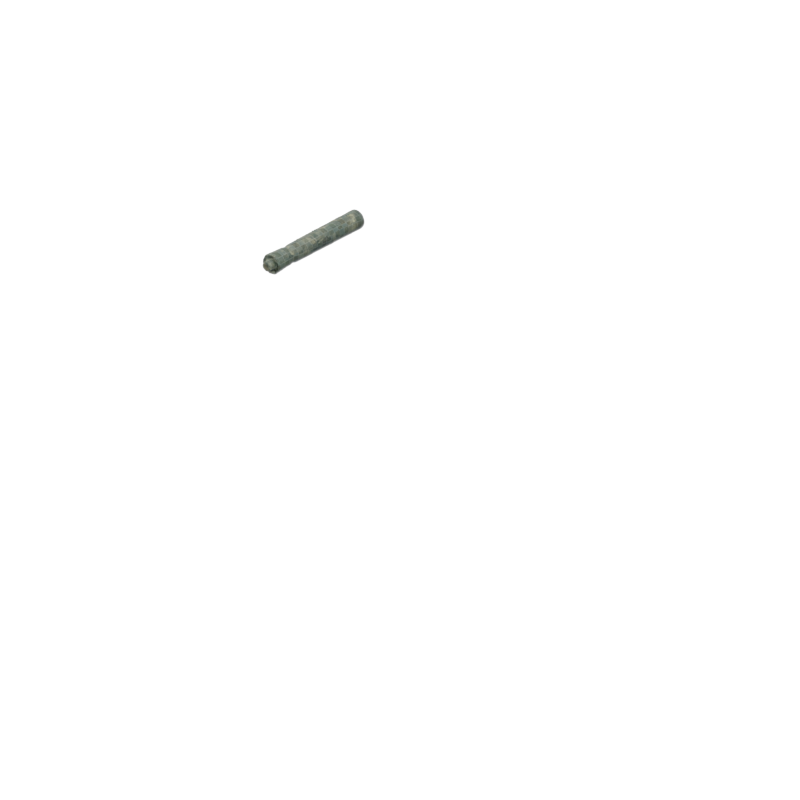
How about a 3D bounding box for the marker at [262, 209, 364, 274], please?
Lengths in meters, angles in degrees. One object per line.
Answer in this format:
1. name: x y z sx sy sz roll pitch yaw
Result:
1. marker: -0.077 -0.140 0.983 0.021 0.019 0.121 3 28 42
